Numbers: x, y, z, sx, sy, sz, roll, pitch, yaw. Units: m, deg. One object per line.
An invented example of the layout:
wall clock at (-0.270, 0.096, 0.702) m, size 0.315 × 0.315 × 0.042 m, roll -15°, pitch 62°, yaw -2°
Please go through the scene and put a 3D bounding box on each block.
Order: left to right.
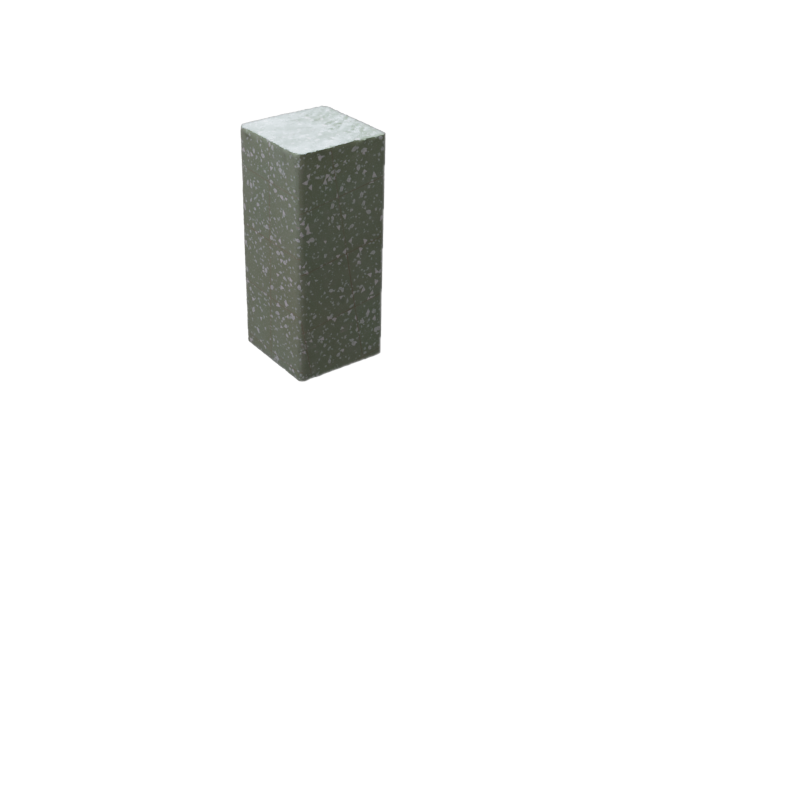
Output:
block at (-0.075, -0.135, 0.948) m, size 0.089 × 0.195 × 0.097 m, roll -18°, pitch 34°, yaw -33°
